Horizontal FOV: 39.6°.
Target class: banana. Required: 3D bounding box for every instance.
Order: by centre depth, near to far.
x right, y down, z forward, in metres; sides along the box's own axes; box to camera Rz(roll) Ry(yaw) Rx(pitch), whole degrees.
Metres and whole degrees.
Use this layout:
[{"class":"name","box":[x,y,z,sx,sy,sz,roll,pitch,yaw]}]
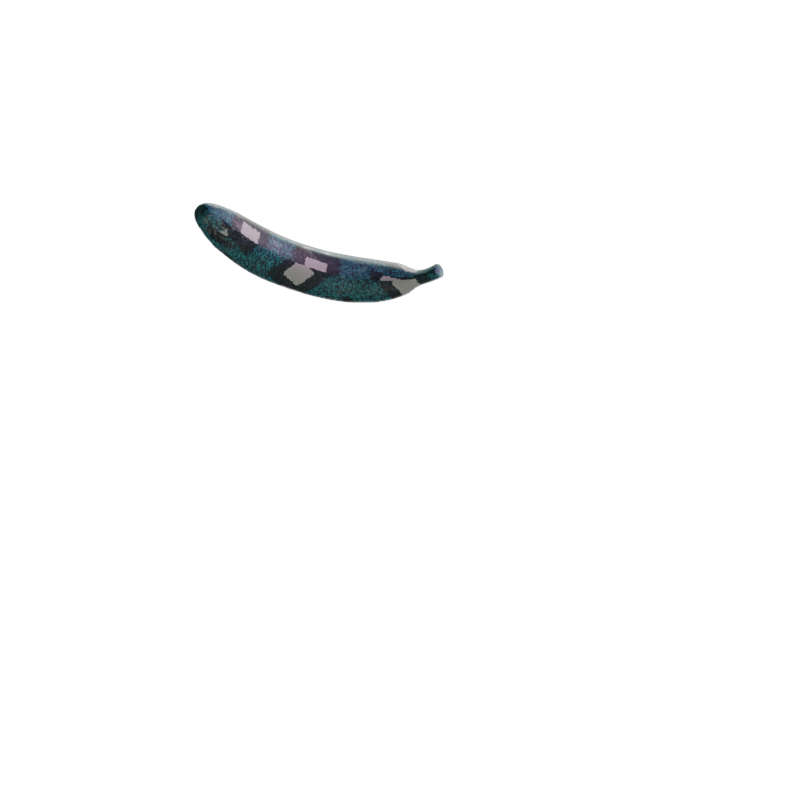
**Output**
[{"class":"banana","box":[-0.070,-0.111,0.864,0.193,0.039,0.066,12,-40,-14]}]
